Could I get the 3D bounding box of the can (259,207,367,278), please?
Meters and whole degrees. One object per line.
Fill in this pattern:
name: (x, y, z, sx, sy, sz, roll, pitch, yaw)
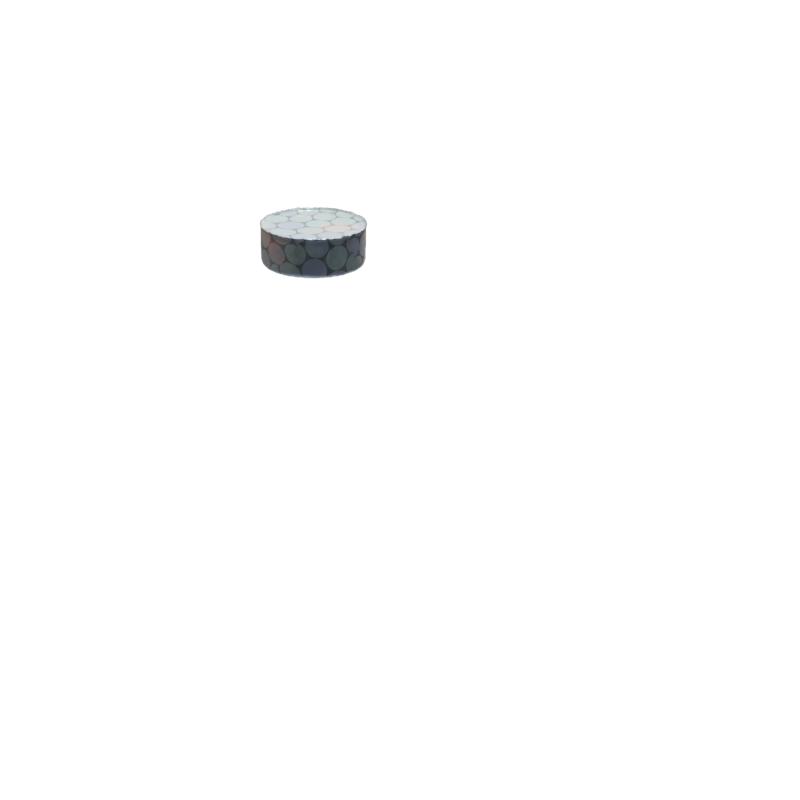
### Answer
can: (-0.070, -0.127, 0.890, 0.086, 0.032, 0.090, -1, 25, -2)
